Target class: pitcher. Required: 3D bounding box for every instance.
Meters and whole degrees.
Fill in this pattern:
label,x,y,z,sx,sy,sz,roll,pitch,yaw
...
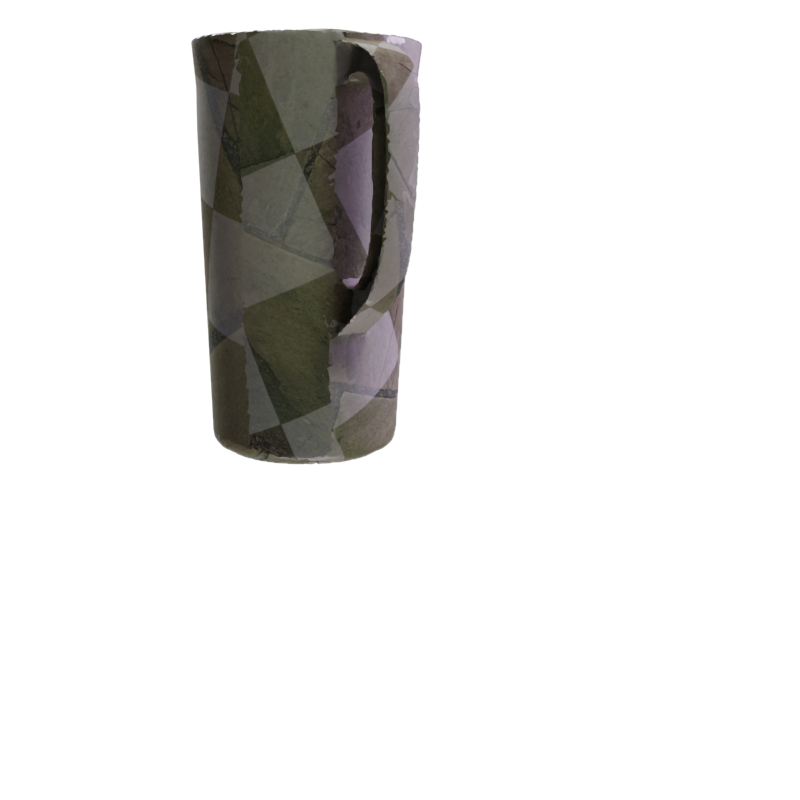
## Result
label,x,y,z,sx,sy,sz,roll,pitch,yaw
pitcher,-0.050,-0.091,0.638,0.148,0.240,0.148,2,6,13
